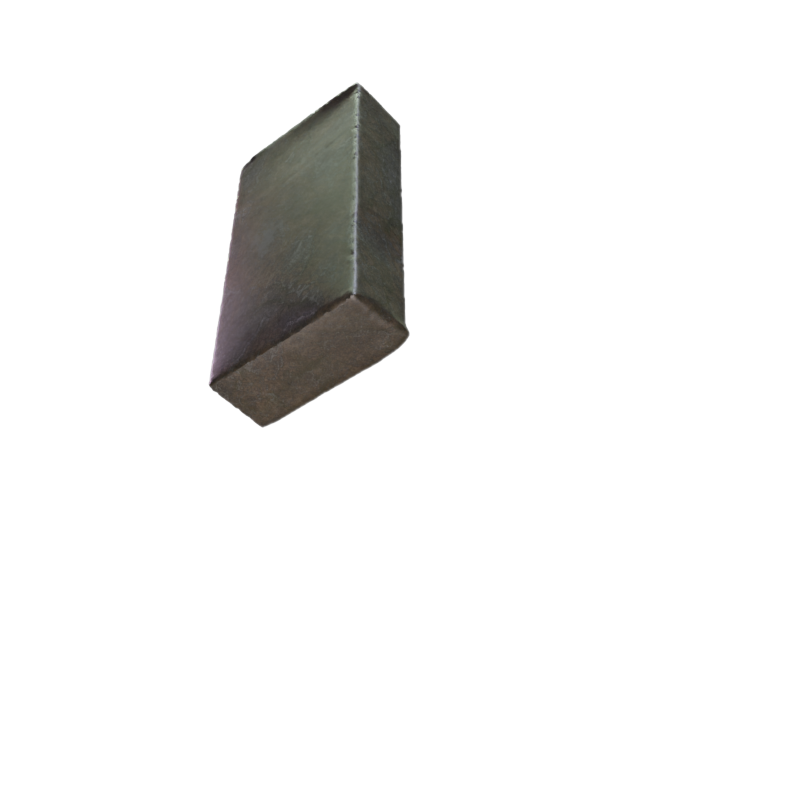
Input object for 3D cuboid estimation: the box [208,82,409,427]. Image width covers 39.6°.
[{"bbox_3d":[-0.045,-0.081,0.568,0.093,0.189,0.045,-31,-51,25],"label":"box"}]
